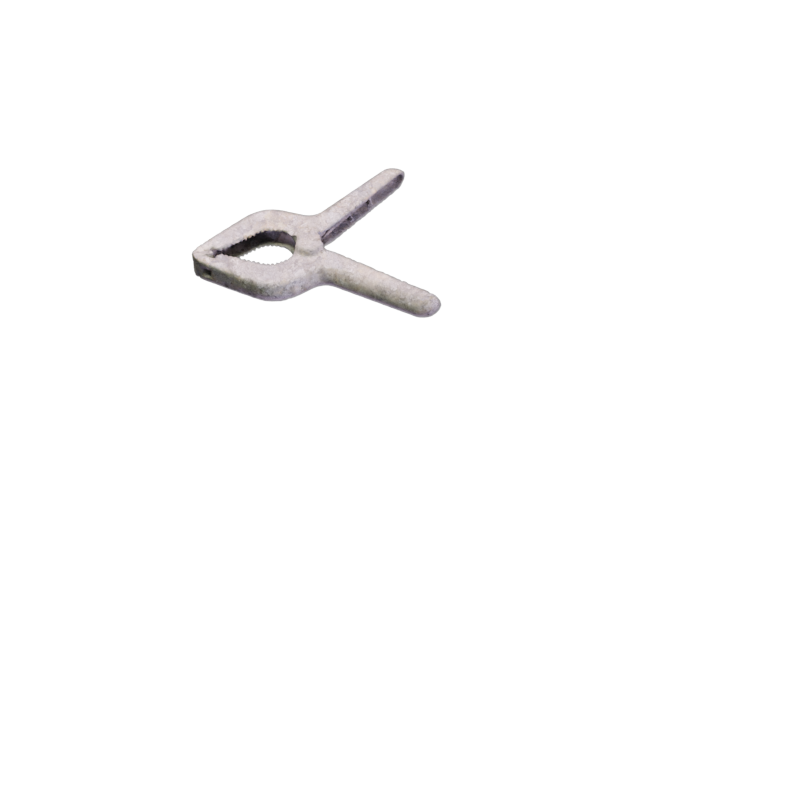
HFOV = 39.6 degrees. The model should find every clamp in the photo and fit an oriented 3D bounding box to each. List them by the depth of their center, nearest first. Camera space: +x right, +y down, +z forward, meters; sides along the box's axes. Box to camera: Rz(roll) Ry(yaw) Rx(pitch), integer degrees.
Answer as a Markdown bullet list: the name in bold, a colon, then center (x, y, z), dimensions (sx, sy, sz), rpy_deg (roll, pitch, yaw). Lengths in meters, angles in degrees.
- **clamp**: center (-0.076, -0.139, 0.977), dimensions (0.209, 0.177, 0.034), rpy_deg (-2, -38, -2)
